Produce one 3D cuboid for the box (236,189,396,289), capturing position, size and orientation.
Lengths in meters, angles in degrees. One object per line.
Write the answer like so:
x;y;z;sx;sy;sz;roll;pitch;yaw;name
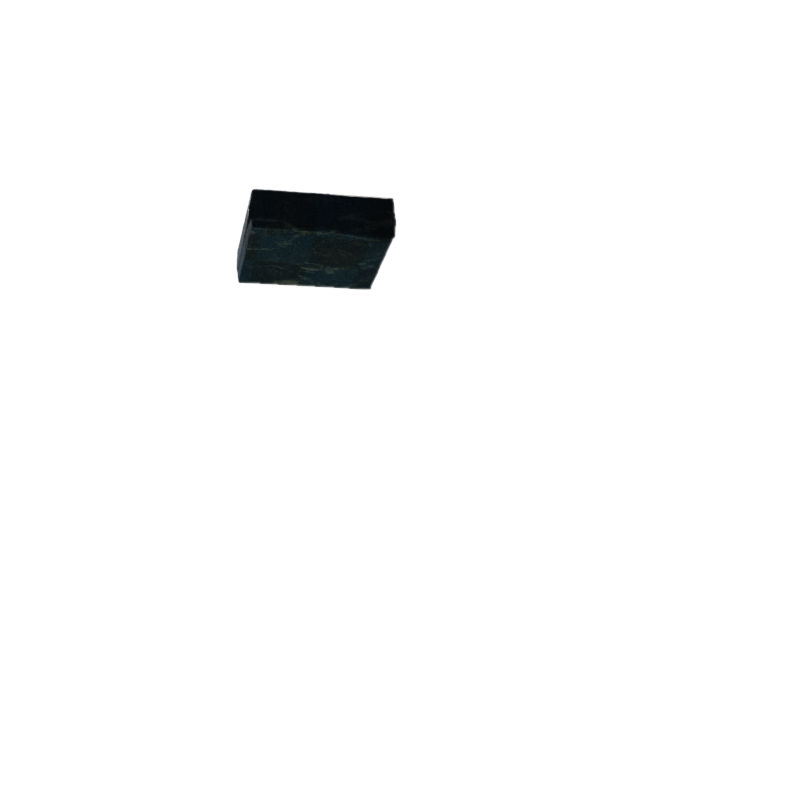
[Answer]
-0.068;-0.124;0.867;0.112;0.041;0.086;5;-25;-11;box
